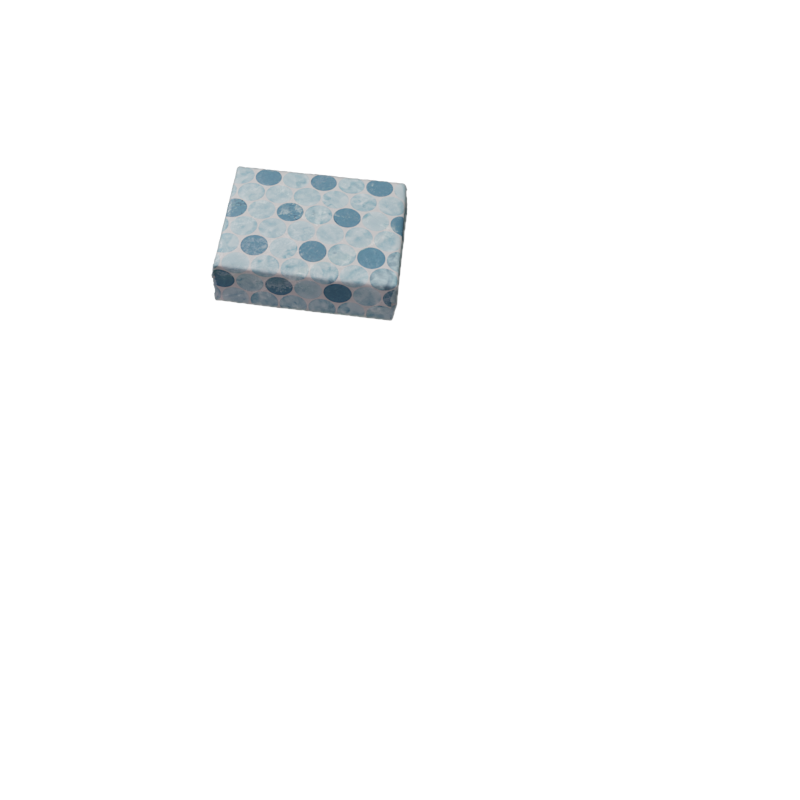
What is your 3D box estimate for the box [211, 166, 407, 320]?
[{"bbox_3d":[-0.054,-0.099,0.692,0.114,0.096,0.036,4,-42,3],"label":"box"}]
